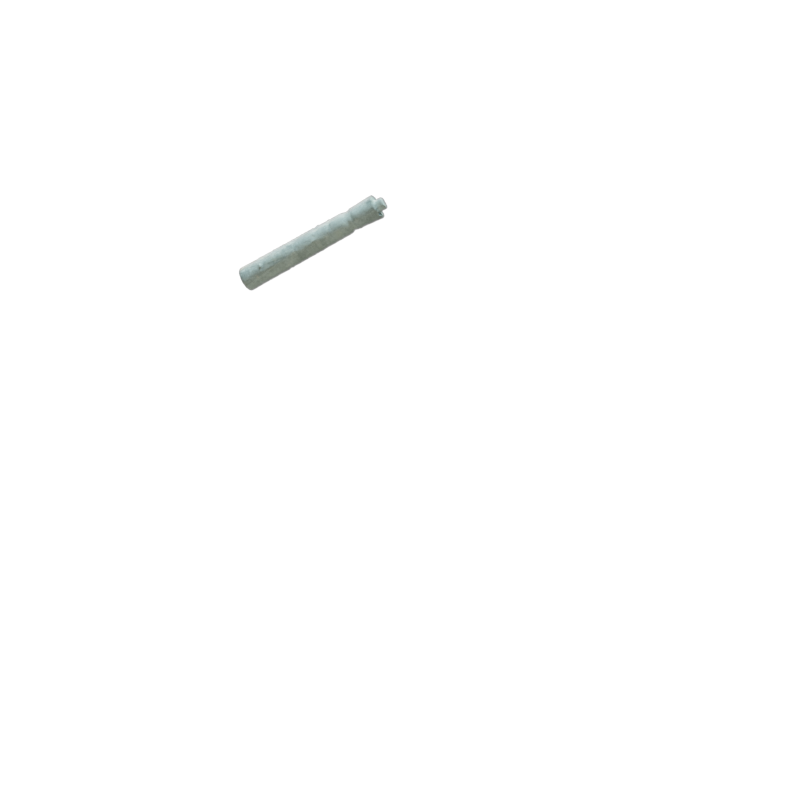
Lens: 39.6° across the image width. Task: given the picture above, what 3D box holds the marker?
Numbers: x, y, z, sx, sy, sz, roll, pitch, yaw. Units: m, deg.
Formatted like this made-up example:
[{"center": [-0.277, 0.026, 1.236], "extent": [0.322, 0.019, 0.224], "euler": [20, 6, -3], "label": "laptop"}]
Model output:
[{"center": [-0.063, -0.115, 0.807], "extent": [0.121, 0.020, 0.019], "euler": [-27, -4, 17], "label": "marker"}]
